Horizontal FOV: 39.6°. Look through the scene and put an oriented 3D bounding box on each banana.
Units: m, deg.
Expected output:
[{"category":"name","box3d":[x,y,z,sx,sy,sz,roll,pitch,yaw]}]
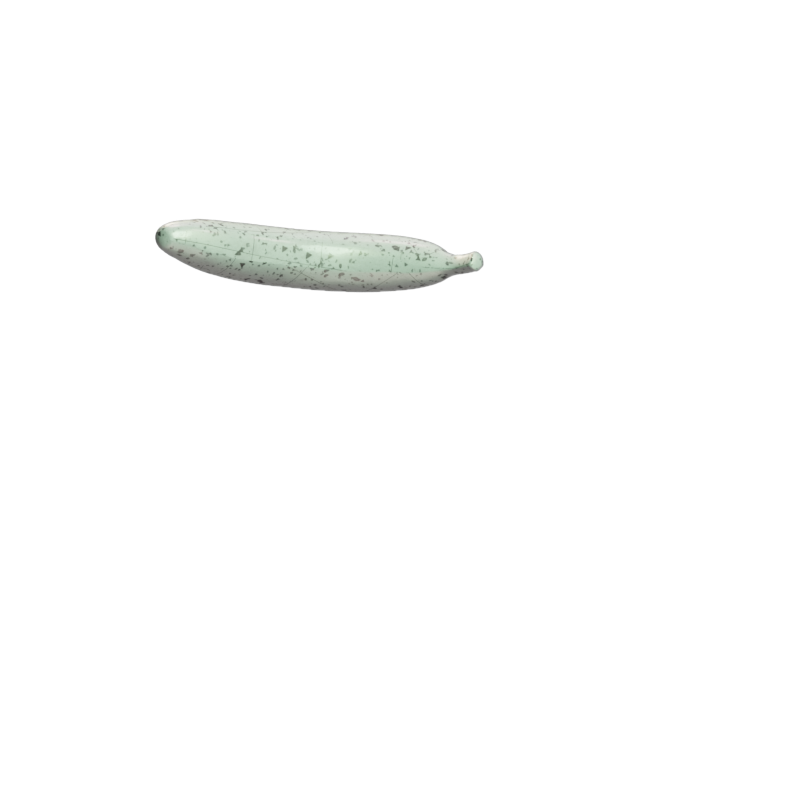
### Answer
[{"category":"banana","box3d":[-0.053,-0.092,0.692,0.195,0.038,0.067,2,-15,-8]}]
